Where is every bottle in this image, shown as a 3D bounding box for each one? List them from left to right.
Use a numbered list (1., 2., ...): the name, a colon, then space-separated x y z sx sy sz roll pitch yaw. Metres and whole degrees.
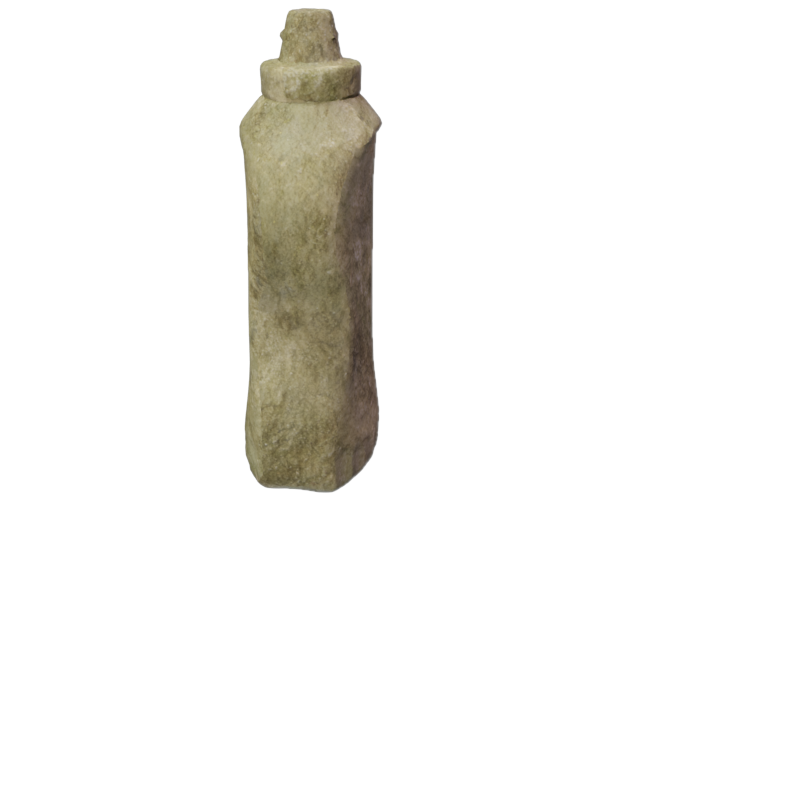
1. bottle: -0.037 -0.067 0.467 0.059 0.184 0.099 4 19 7
